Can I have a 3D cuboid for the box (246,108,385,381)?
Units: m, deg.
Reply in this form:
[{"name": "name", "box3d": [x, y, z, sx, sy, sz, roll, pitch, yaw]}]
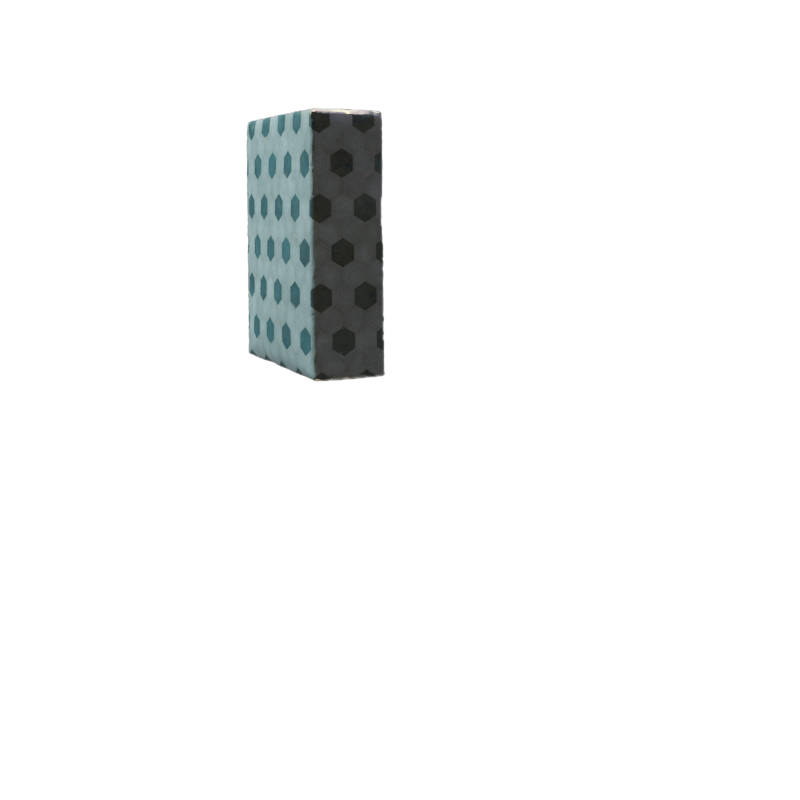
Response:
[{"name": "box", "box3d": [-0.074, -0.135, 0.943, 0.070, 0.212, 0.170, -1, 5, -25]}]
